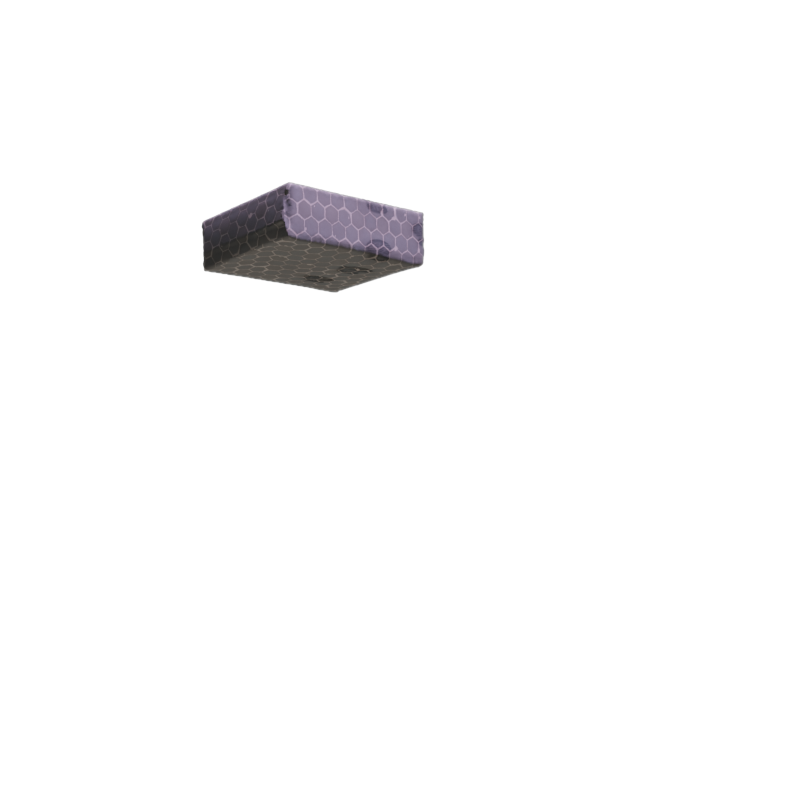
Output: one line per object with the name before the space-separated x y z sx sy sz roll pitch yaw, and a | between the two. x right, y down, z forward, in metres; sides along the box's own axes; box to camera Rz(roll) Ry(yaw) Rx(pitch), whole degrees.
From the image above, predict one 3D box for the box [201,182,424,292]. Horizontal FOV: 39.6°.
box | -0.054 -0.099 0.695 0.108 0.040 0.091 8 -13 -40
